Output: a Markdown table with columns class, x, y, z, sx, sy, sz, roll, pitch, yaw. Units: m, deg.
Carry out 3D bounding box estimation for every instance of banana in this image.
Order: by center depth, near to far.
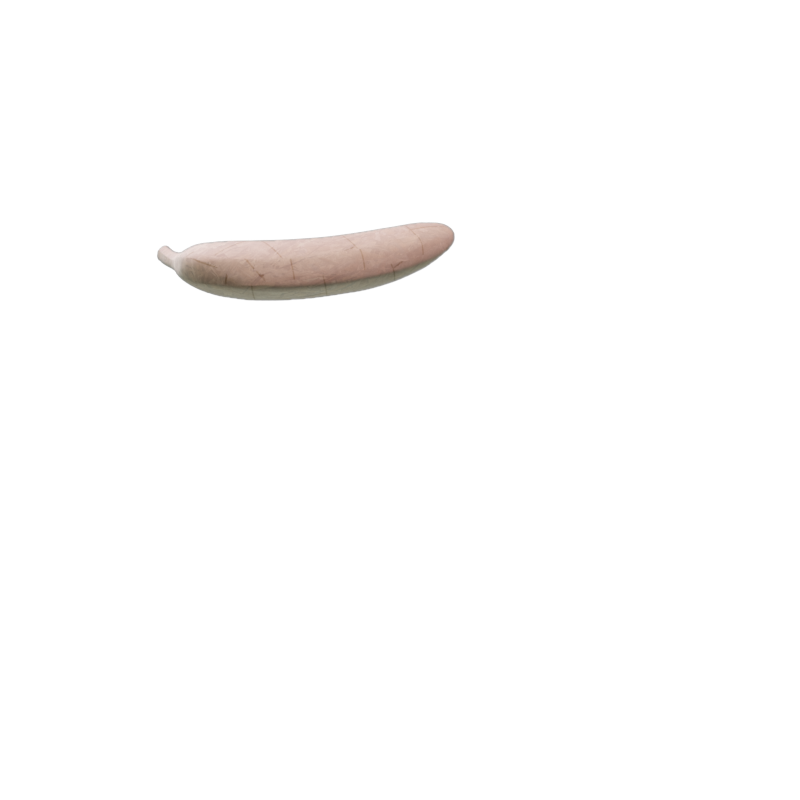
| class | x | y | z | sx | sy | sz | roll | pitch | yaw |
| --- | --- | --- | --- | --- | --- | --- | --- | --- | --- |
| banana | -0.058 | -0.092 | 0.709 | 0.197 | 0.034 | 0.075 | -3 | 36 | -4 |
